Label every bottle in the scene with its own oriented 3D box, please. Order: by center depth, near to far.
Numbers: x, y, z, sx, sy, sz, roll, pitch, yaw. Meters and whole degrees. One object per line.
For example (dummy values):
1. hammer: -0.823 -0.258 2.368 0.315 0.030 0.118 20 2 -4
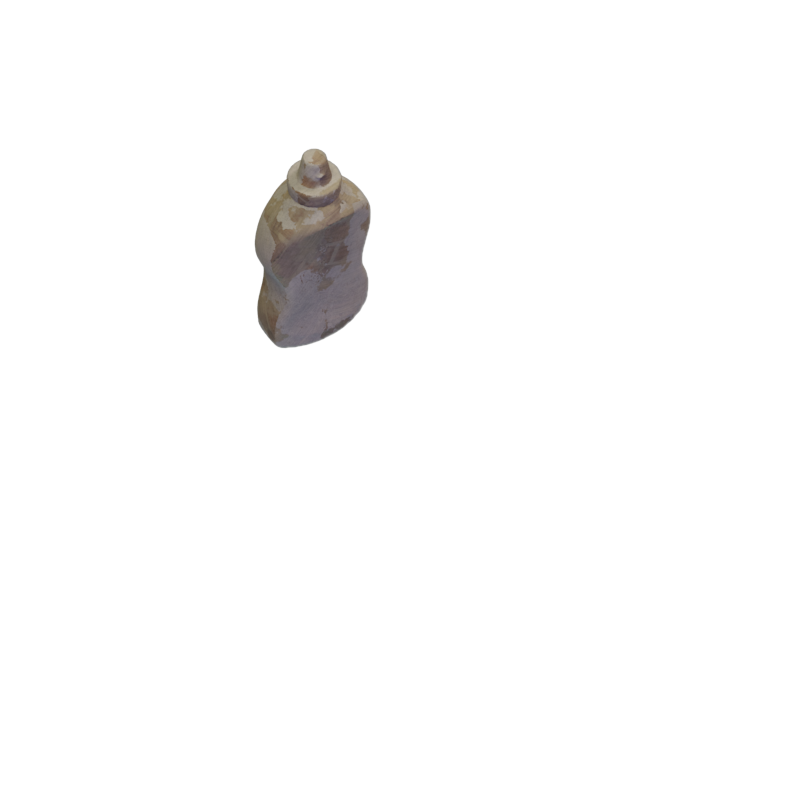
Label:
1. bottle: -0.068 -0.124 0.873 0.096 0.063 0.179 -27 -30 -21
